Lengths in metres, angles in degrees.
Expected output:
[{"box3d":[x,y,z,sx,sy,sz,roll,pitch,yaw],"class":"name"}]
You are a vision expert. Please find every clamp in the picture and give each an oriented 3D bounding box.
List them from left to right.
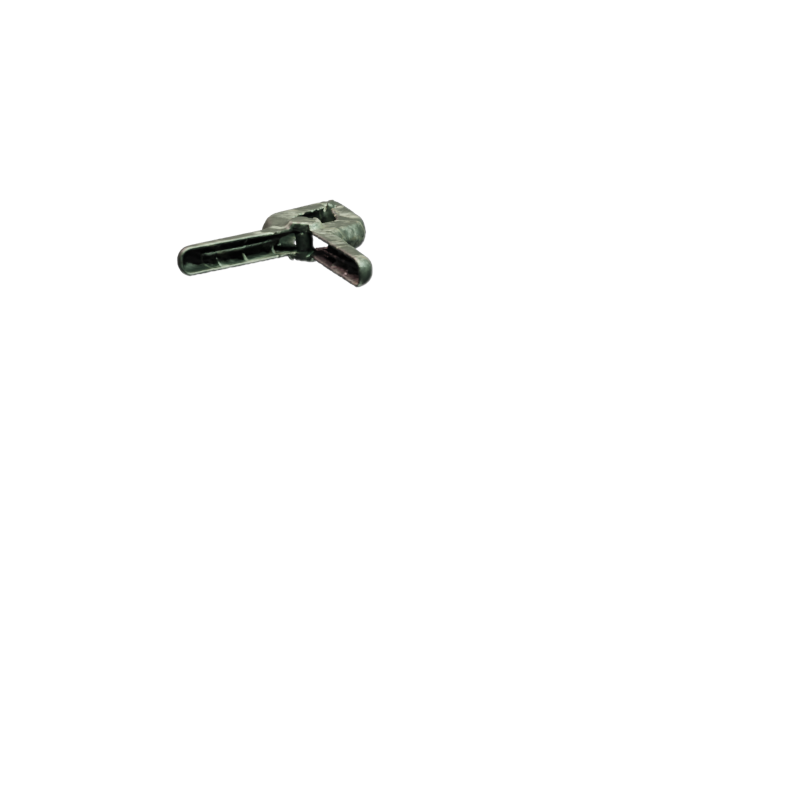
[{"box3d":[-0.076,-0.139,0.974,0.170,0.035,0.212,8,23,19],"class":"clamp"}]
